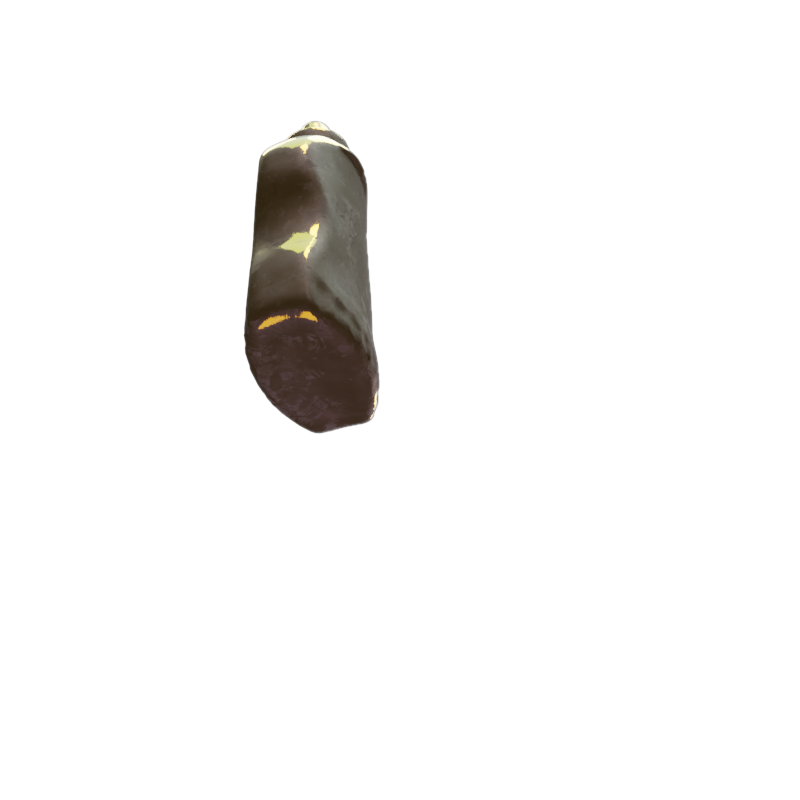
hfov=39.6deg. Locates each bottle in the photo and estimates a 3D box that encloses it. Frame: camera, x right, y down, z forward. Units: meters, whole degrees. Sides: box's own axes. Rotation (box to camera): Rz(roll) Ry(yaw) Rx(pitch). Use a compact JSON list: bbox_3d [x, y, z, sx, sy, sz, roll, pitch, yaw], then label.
[{"bbox_3d":[-0.046,-0.085,0.595,0.059,0.206,0.088,-16,-44,13],"label":"bottle"}]
